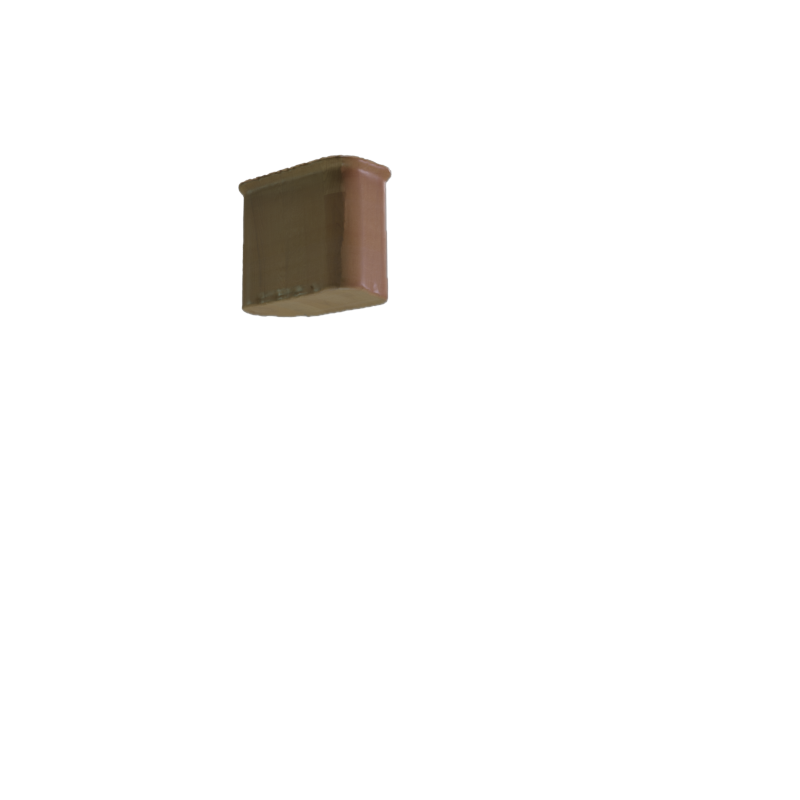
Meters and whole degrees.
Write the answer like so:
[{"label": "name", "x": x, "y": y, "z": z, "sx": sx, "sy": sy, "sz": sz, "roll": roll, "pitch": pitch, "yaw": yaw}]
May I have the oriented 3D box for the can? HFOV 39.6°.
[{"label": "can", "x": -0.055, "y": -0.100, "z": 0.698, "sx": 0.104, "sy": 0.087, "sz": 0.054, "roll": -9, "pitch": -15, "yaw": 39}]
